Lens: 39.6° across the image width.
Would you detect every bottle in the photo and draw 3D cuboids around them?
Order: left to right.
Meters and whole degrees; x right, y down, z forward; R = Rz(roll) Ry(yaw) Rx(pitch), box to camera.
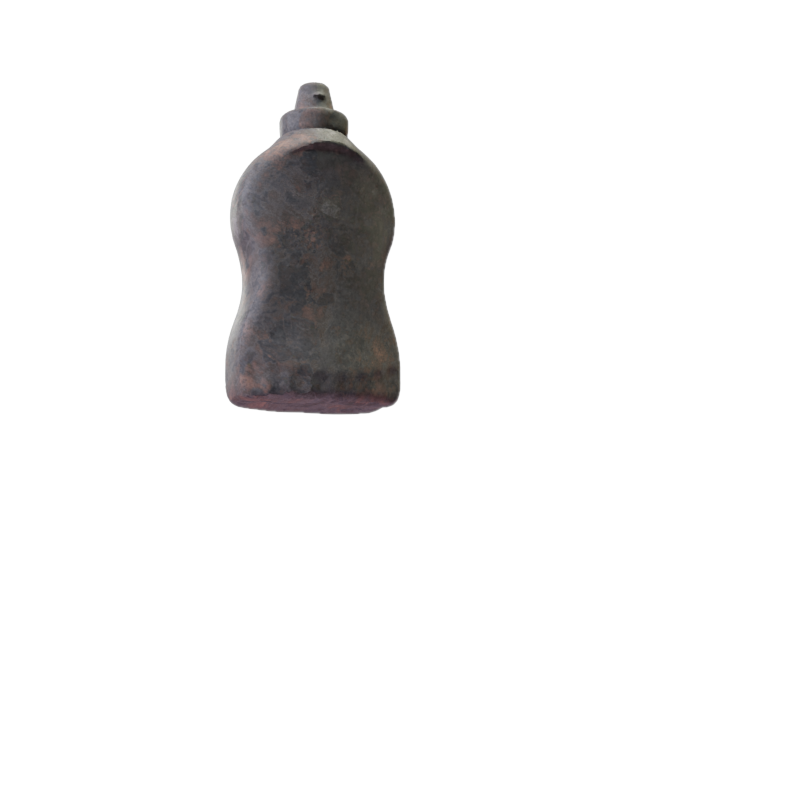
[{"bbox_3d":[-0.050,-0.091,0.638,0.093,0.199,0.058,4,-16,-19],"label":"bottle"}]
